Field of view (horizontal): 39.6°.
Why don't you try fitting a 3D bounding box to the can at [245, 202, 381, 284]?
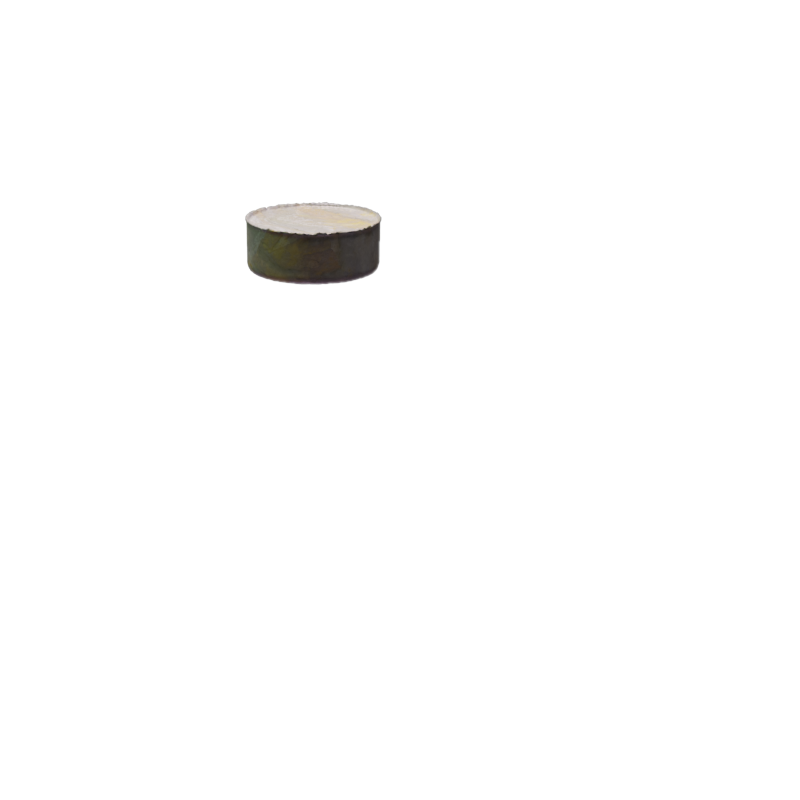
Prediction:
[{"bbox_3d":[-0.055,-0.100,0.703,0.086,0.032,0.090,-1,21,-2],"label":"can"}]
